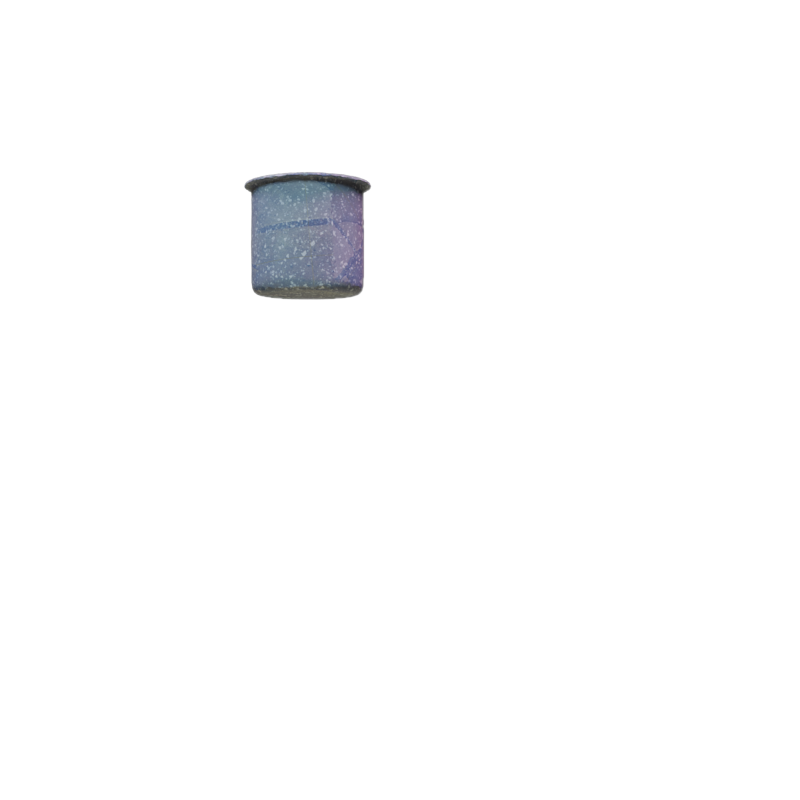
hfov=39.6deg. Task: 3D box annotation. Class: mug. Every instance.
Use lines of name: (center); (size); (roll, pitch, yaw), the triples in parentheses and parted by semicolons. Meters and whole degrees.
mug: (-0.064, -0.117, 0.818); (0.095, 0.083, 0.113); (-1, -3, 17)
